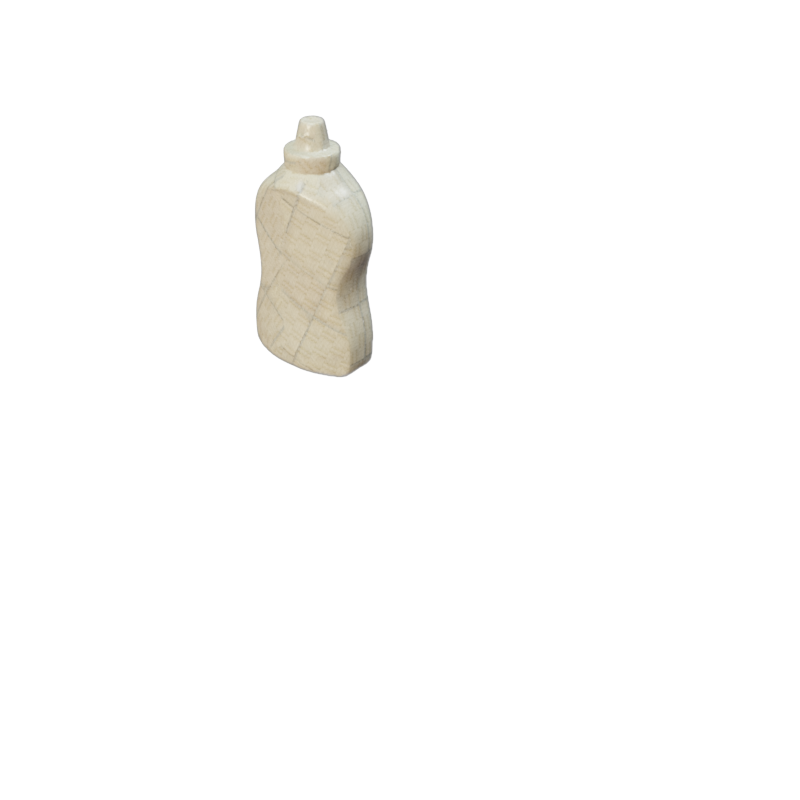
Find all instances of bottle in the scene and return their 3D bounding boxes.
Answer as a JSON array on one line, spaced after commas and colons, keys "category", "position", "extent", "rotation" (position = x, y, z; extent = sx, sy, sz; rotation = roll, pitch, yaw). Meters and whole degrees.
[{"category": "bottle", "position": [-0.064, -0.117, 0.819], "extent": [0.102, 0.181, 0.058], "rotation": [24, 35, 35]}]
